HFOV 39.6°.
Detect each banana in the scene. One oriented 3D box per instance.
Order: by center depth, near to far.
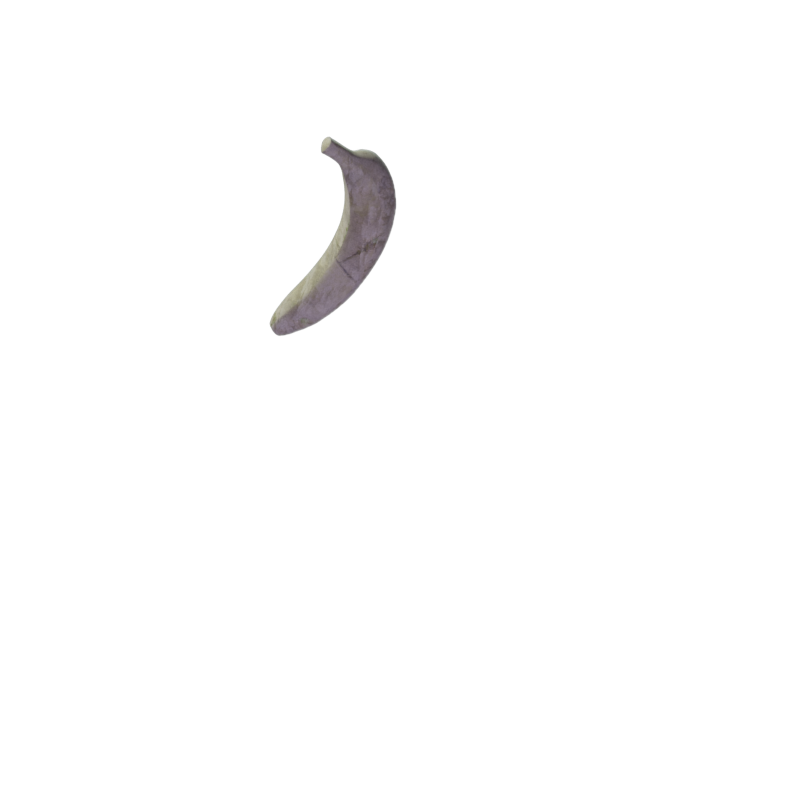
[{"bbox_3d":[-0.045,-0.117,0.818,0.068,0.039,0.187,10,-45,-12],"label":"banana"}]
